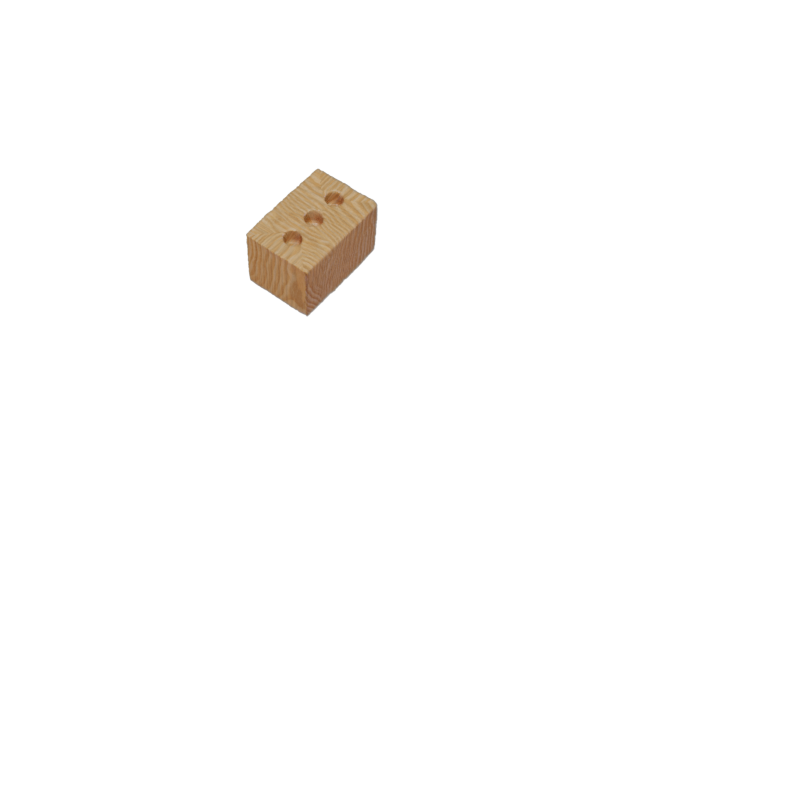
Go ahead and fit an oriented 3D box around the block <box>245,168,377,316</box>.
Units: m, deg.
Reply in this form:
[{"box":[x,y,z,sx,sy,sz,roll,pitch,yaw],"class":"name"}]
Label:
[{"box":[-0.058,-0.106,0.744,0.055,0.080,0.048,31,-31,19],"class":"block"}]
